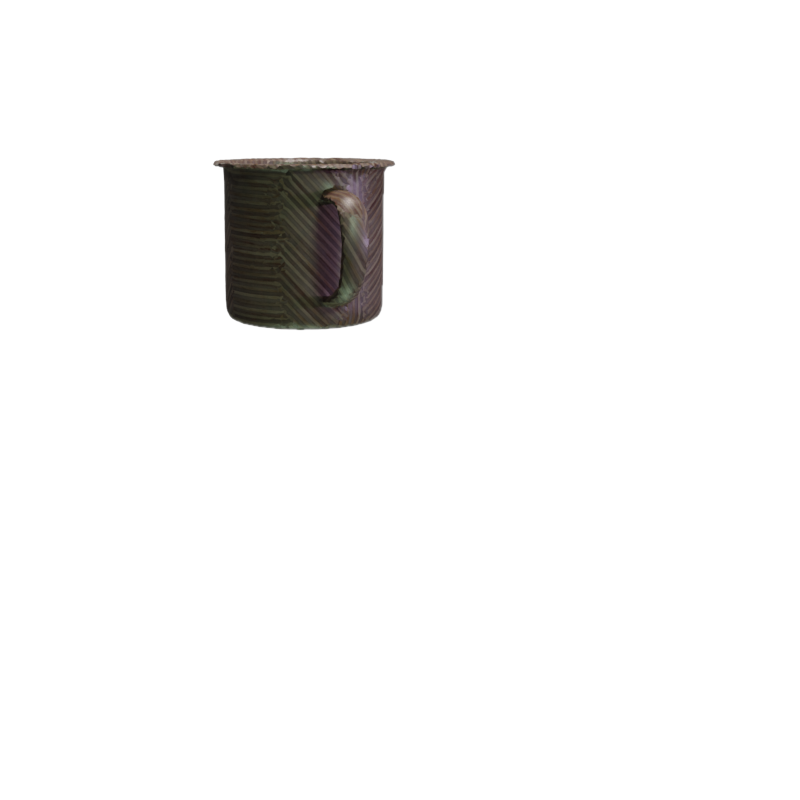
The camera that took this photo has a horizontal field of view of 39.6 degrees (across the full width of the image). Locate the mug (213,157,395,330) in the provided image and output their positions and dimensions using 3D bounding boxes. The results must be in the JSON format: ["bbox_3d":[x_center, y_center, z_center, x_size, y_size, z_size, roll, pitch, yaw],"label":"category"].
[{"bbox_3d":[-0.044,-0.080,0.561,0.091,0.080,0.123,-5,13,-26],"label":"mug"}]
